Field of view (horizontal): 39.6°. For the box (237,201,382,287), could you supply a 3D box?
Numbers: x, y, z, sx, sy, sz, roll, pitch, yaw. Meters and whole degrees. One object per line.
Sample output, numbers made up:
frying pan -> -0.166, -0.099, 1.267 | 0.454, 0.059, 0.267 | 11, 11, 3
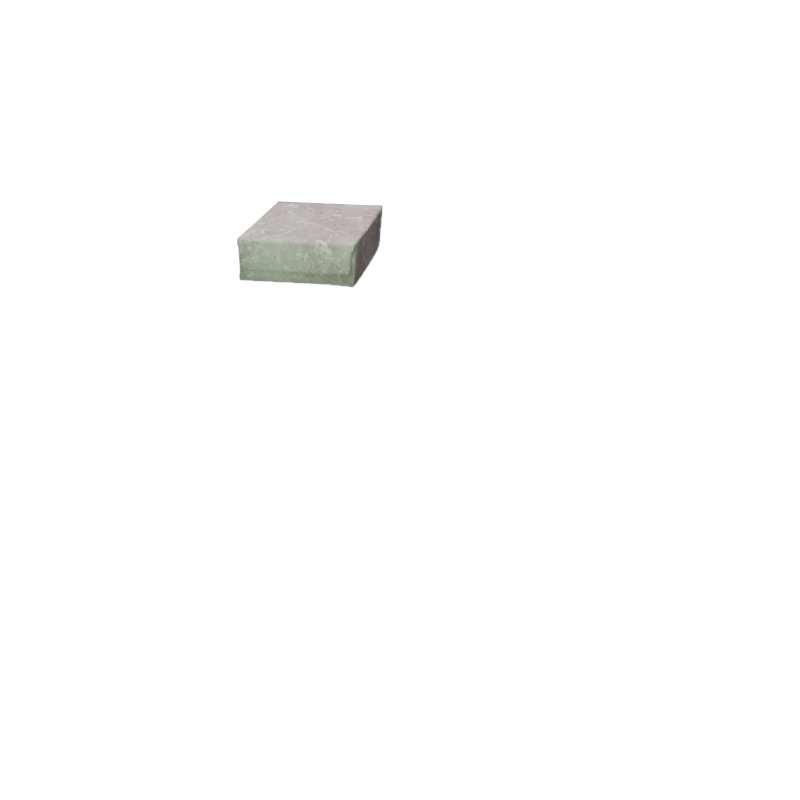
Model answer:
box -> -0.067, -0.123, 0.861 | 0.091, 0.037, 0.116 | 4, 22, 11
